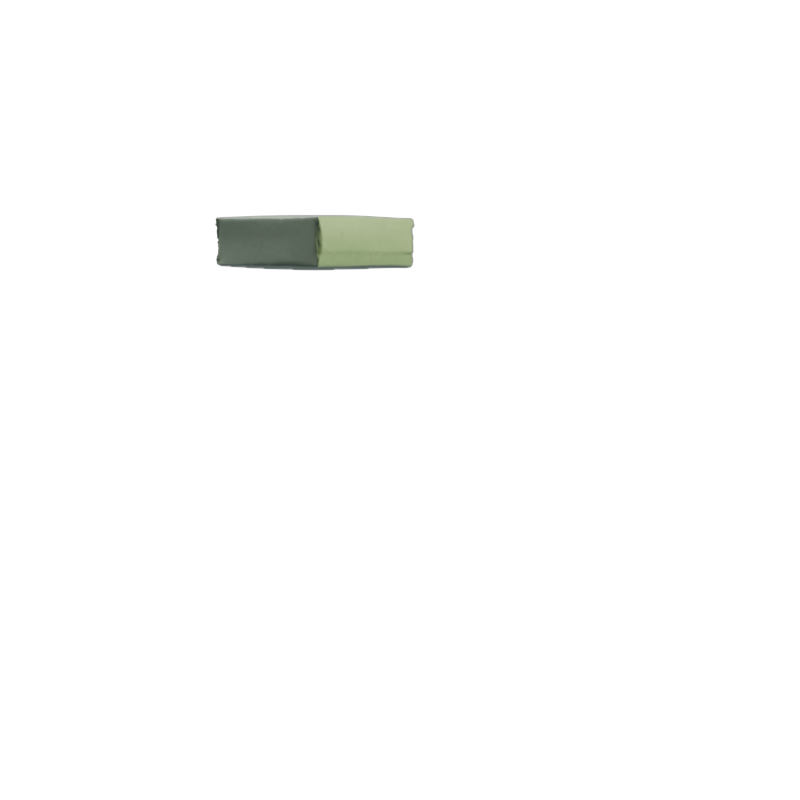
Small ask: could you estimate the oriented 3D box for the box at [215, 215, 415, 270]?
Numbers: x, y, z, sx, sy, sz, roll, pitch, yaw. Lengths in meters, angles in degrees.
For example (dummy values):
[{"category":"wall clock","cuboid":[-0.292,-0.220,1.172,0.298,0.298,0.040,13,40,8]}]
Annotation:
[{"category":"box","cuboid":[-0.060,-0.110,0.771,0.086,0.039,0.118,-4,6,-44]}]
